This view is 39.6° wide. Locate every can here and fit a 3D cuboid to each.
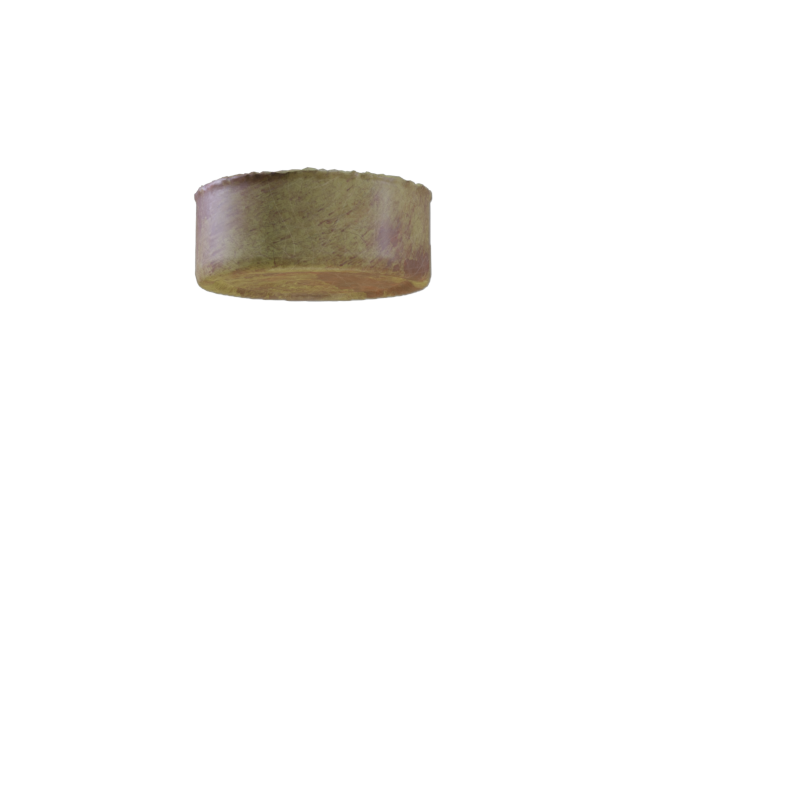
[{"bbox_3d":[-0.031,-0.057,0.398,0.086,0.034,0.085,0,-3,-2],"label":"can"}]
